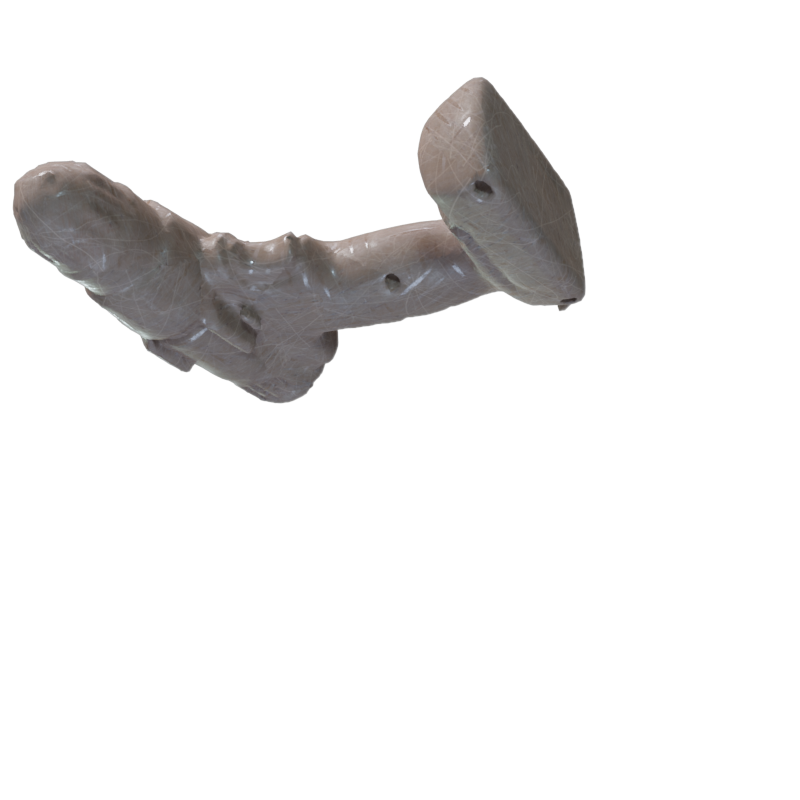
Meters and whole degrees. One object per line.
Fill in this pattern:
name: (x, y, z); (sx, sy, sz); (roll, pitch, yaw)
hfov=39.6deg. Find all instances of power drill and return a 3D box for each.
power drill: (-0.035, -0.064, 0.449); (0.190, 0.061, 0.171); (-14, -28, 27)
